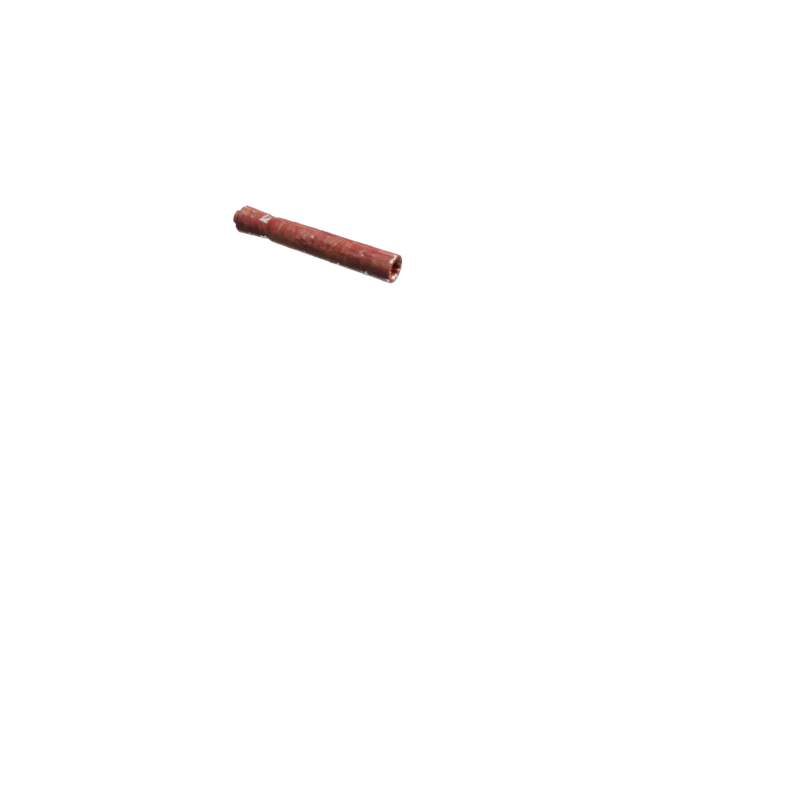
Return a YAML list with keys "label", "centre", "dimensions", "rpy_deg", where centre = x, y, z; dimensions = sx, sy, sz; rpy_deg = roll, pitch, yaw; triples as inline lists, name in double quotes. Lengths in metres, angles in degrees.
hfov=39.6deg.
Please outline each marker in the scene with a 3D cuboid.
- label: "marker"
  centre: [-0.056, -0.102, 0.716]
  dimensions: [0.127, 0.019, 0.019]
  rpy_deg: [21, 13, 25]
